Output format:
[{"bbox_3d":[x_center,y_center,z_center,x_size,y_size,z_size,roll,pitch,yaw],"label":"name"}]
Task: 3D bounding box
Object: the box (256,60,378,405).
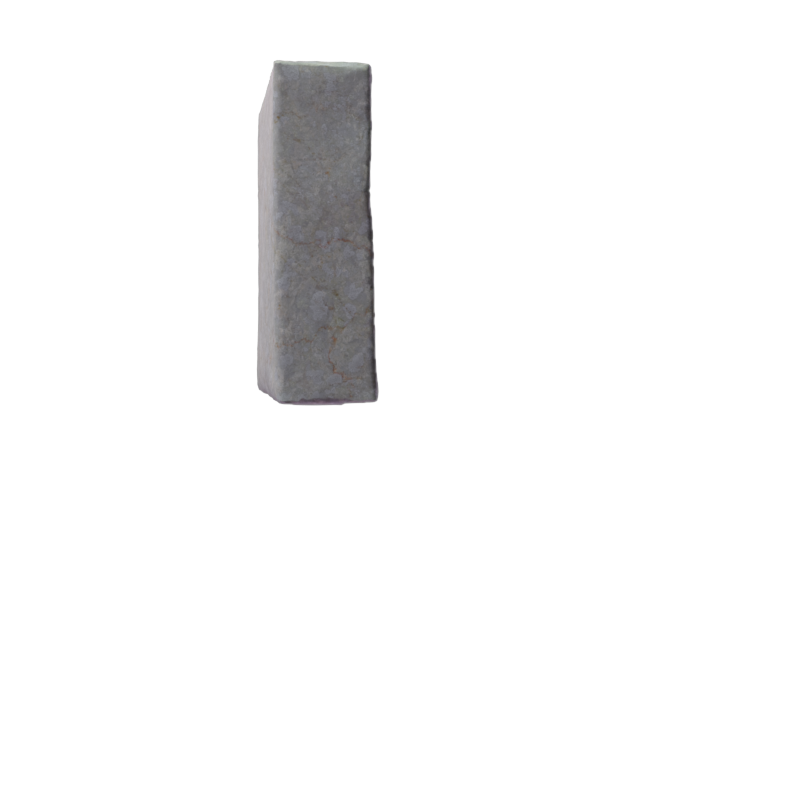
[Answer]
[{"bbox_3d":[-0.060,-0.109,0.760,0.071,0.216,0.165,0,-2,-10],"label":"box"}]
